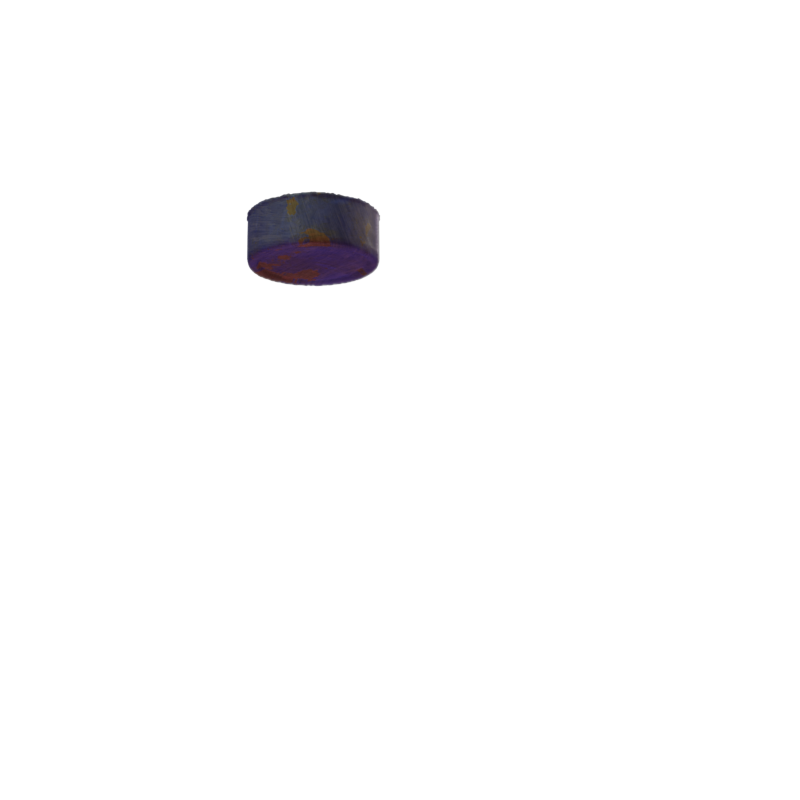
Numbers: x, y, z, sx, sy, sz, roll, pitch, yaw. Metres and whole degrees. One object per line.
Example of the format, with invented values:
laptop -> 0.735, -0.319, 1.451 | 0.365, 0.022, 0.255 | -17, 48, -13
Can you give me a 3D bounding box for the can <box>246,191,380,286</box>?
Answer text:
can -> -0.055, -0.101, 0.708 | 0.086, 0.035, 0.083 | 0, -14, -2
